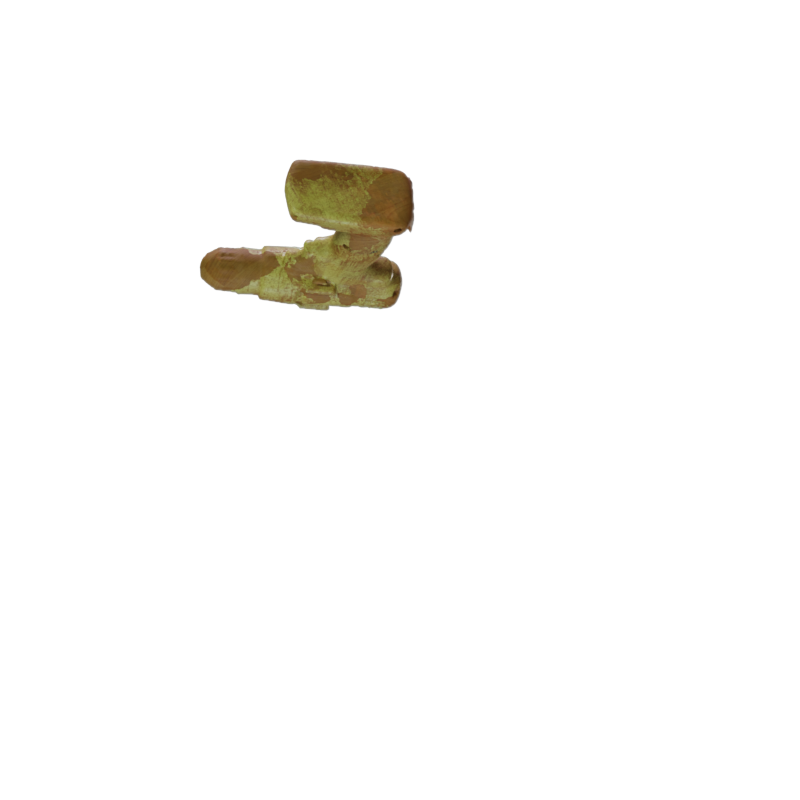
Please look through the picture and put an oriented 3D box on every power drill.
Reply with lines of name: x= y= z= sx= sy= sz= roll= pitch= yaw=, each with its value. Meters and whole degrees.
power drill: x=-0.075 y=-0.136 z=0.952 sx=0.182 sy=0.060 sz=0.181 roll=4 pitch=-20 yaw=-11
